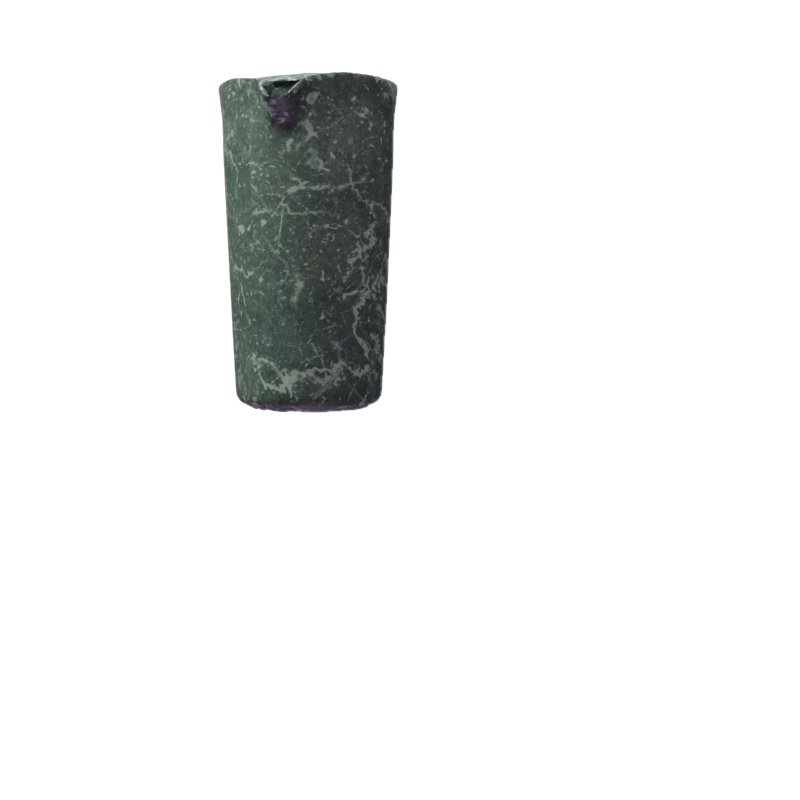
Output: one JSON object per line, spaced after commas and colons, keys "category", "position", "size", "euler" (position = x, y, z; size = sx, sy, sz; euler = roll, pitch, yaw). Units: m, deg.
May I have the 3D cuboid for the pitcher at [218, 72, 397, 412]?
{"category": "pitcher", "position": [-0.065, -0.119, 0.833], "size": [0.144, 0.244, 0.150], "euler": [0, 0, -33]}
